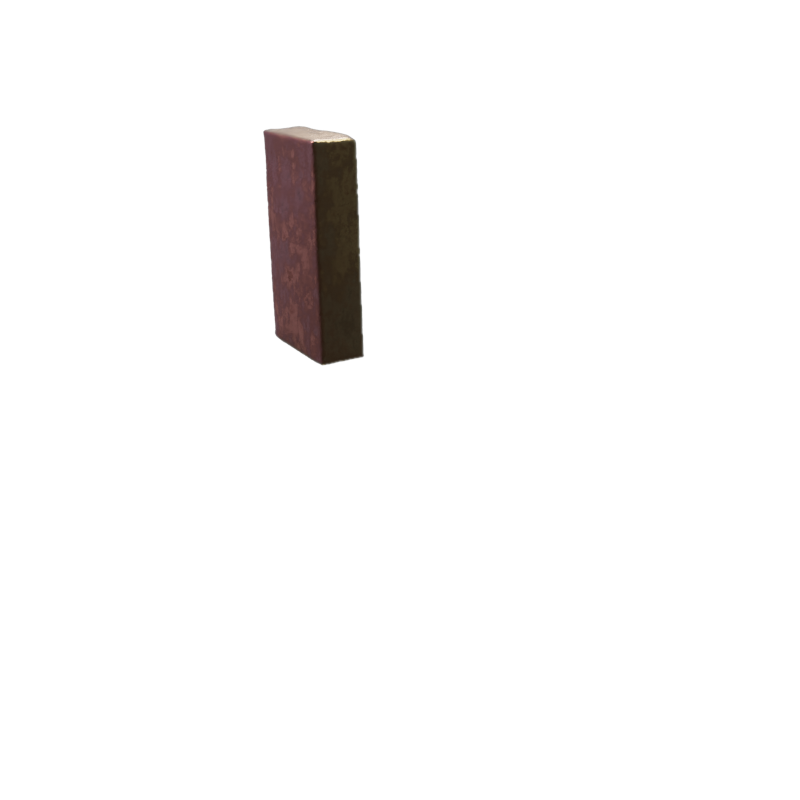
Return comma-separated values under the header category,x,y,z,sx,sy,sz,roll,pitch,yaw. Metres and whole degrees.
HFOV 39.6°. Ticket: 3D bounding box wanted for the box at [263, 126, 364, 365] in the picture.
category,x,y,z,sx,sy,sz,roll,pitch,yaw
box,-0.069,-0.126,0.885,0.047,0.171,0.099,-6,16,-28
